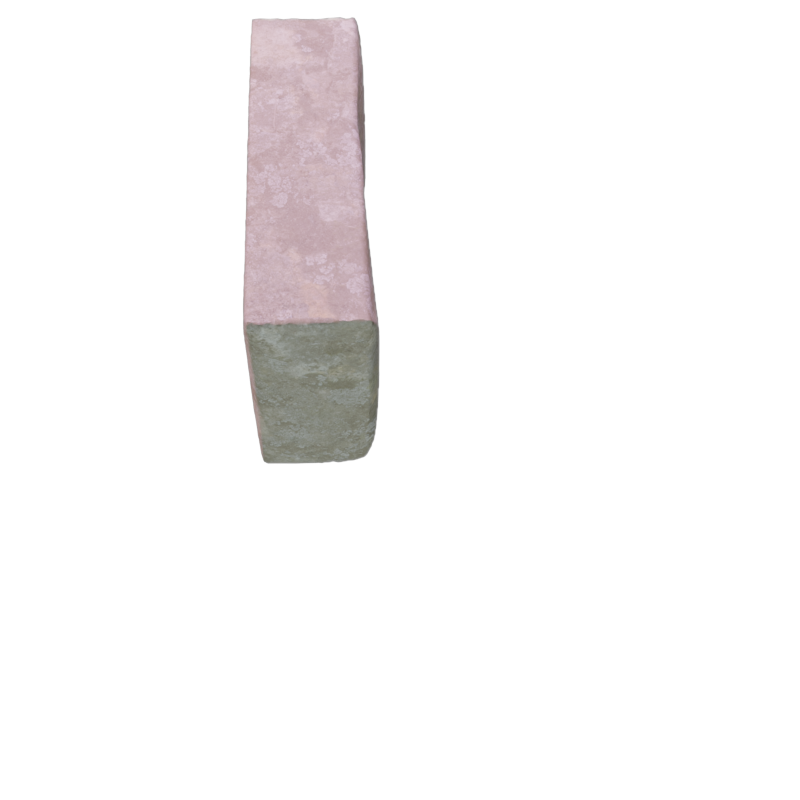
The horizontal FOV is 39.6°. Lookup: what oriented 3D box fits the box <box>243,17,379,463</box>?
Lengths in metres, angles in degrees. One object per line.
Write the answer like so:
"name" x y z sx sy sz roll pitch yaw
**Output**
"box" -0.051 -0.093 0.655 0.072 0.228 0.154 -1 -32 -2
